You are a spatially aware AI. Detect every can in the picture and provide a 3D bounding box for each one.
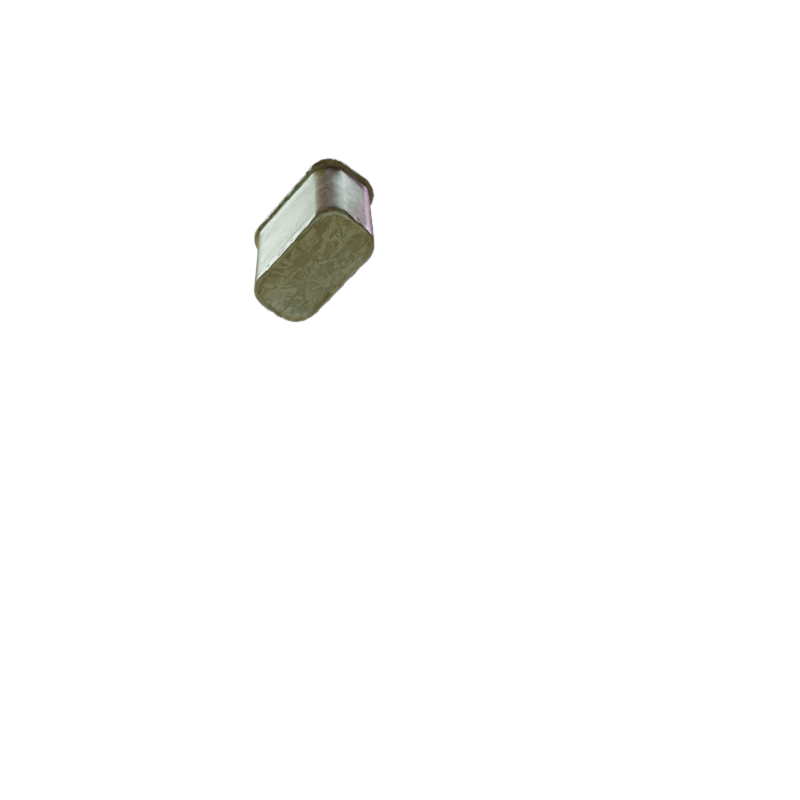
[{"bbox_3d":[-0.064,-0.118,0.823,0.055,0.100,0.089,35,24,-23],"label":"can"}]
